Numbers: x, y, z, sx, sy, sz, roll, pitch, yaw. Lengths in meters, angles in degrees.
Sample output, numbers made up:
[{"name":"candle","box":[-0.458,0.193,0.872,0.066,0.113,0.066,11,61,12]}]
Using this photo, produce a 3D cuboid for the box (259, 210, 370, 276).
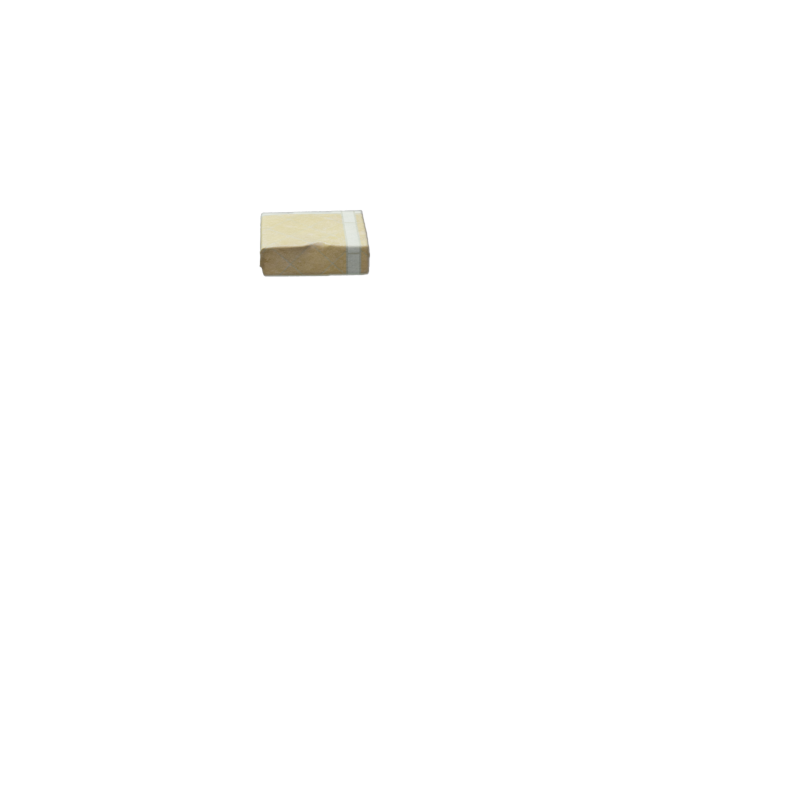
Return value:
[{"name":"box","box":[-0.072,-0.132,0.923,0.089,0.028,0.078,-2,31,-3]}]
